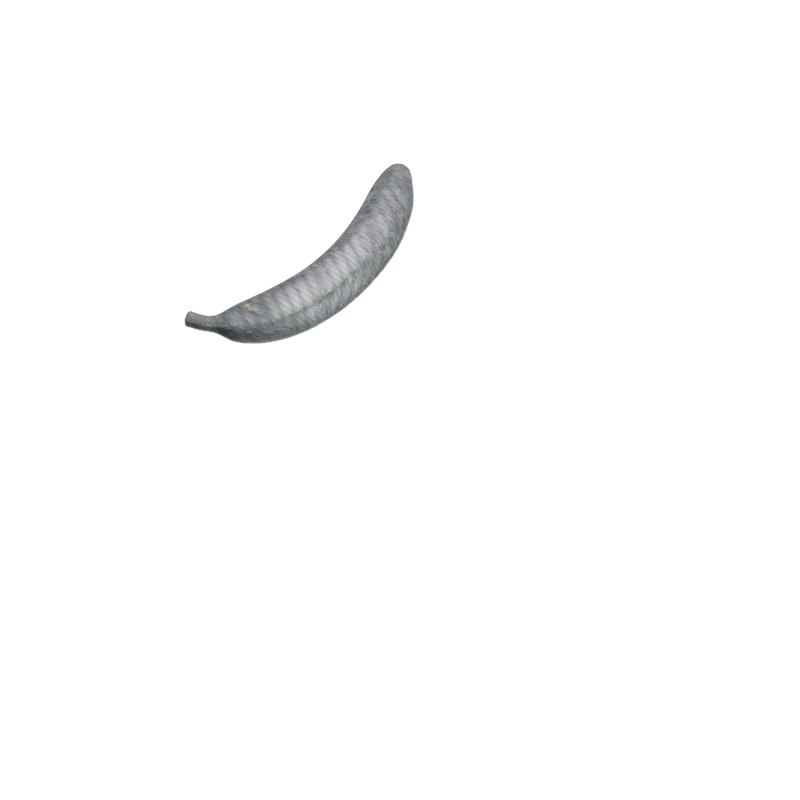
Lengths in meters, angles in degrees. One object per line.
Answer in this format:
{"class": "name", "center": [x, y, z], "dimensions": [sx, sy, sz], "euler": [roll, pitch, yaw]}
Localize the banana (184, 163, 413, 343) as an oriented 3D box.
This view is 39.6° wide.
{"class": "banana", "center": [-0.050, -0.094, 0.751], "dimensions": [0.199, 0.074, 0.034], "euler": [-38, -24, -21]}
